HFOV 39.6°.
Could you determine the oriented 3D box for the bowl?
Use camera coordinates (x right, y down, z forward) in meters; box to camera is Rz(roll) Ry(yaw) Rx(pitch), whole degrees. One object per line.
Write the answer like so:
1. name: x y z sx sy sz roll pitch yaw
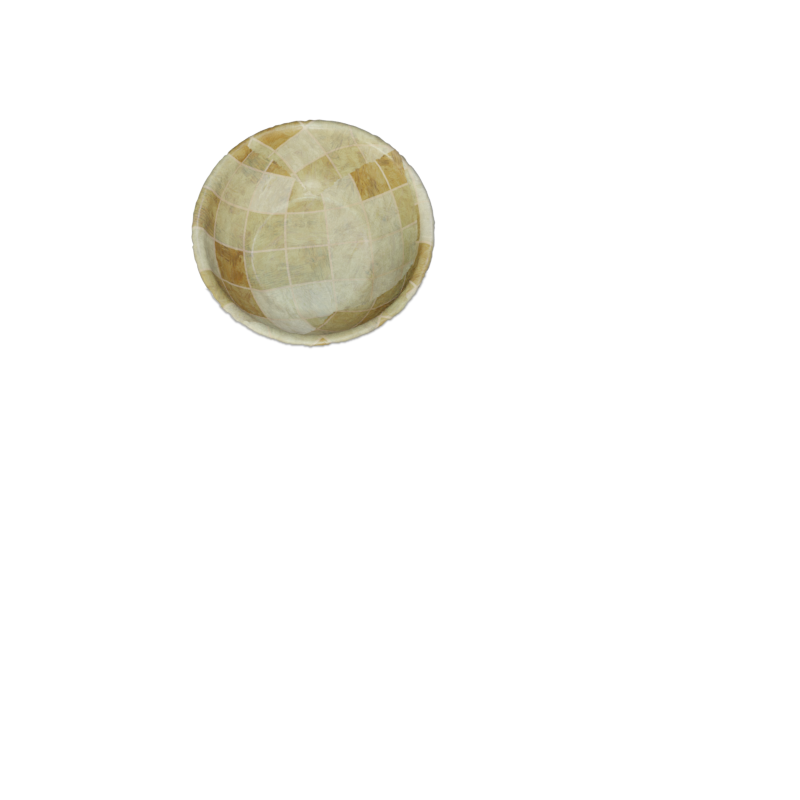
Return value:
1. bowl: -0.059 -0.108 0.758 0.162 0.170 0.053 -1 -19 -1
